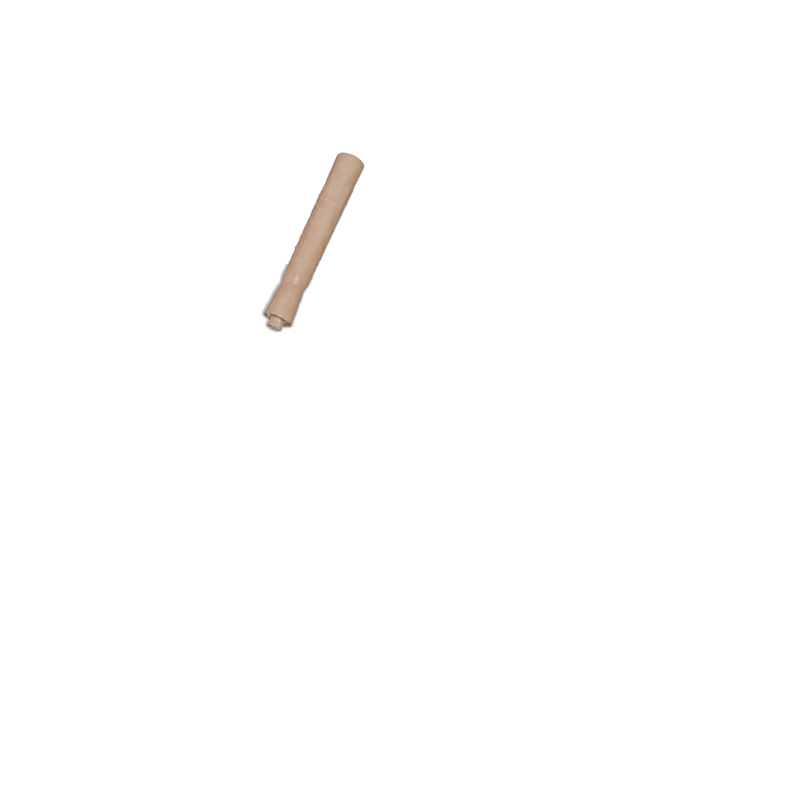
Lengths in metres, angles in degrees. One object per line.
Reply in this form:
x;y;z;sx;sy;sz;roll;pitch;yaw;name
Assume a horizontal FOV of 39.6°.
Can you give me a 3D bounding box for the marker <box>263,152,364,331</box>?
-0.053;-0.097;0.680;0.020;0.125;0.019;21;-19;5;marker
